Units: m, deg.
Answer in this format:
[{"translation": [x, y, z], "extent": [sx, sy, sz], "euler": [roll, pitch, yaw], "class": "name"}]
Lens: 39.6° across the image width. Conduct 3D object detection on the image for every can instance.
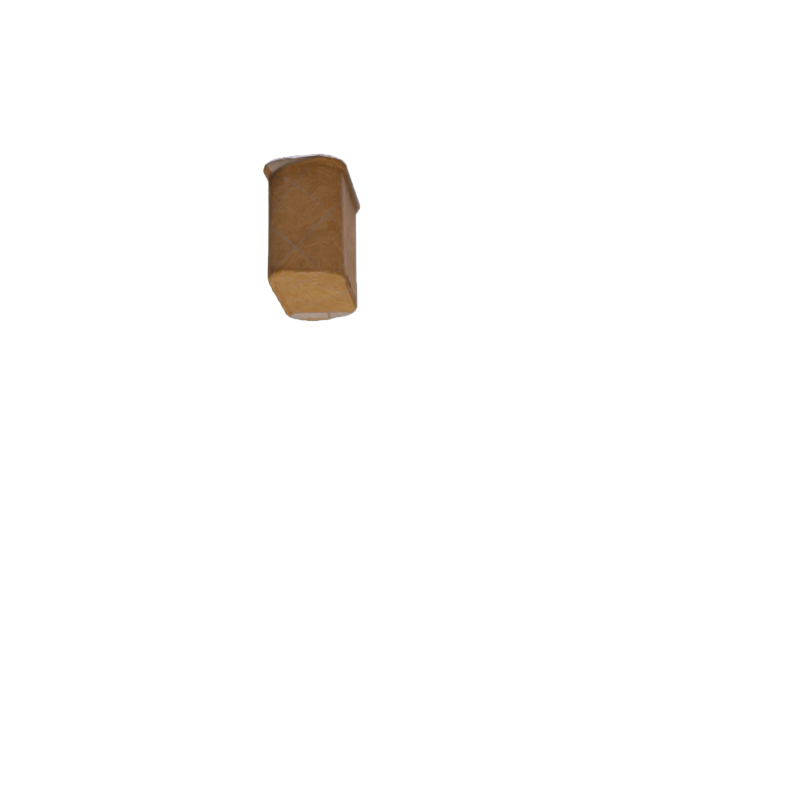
[{"translation": [-0.060, -0.109, 0.766], "extent": [0.058, 0.088, 0.096], "euler": [-4, -19, 6], "class": "can"}]
